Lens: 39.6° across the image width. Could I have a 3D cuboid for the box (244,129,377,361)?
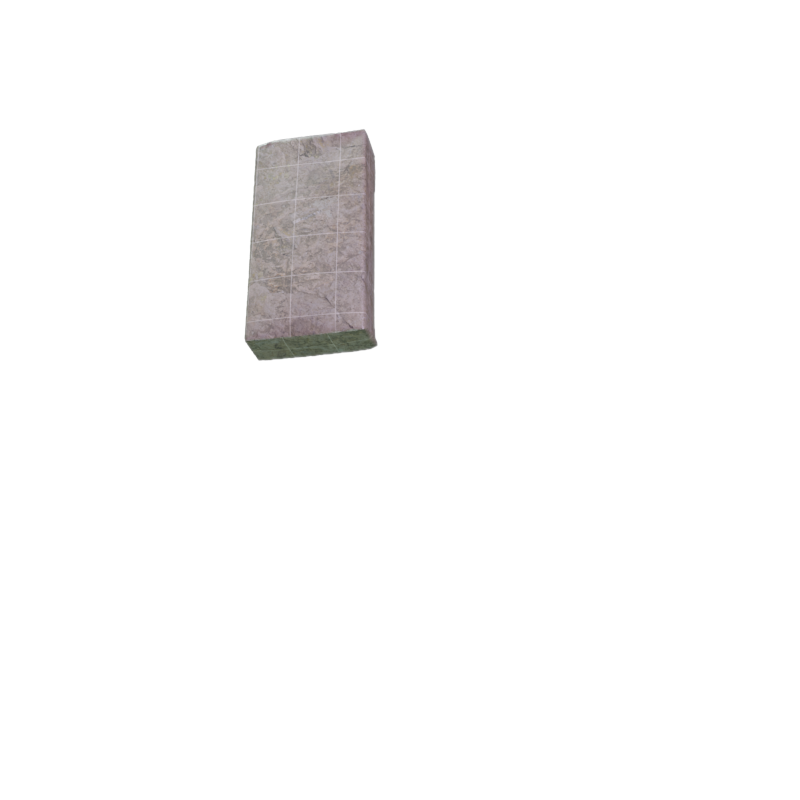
[{"bbox_3d":[-0.067,-0.121,0.849,0.094,0.187,0.045,-7,-27,11],"label":"box"}]
